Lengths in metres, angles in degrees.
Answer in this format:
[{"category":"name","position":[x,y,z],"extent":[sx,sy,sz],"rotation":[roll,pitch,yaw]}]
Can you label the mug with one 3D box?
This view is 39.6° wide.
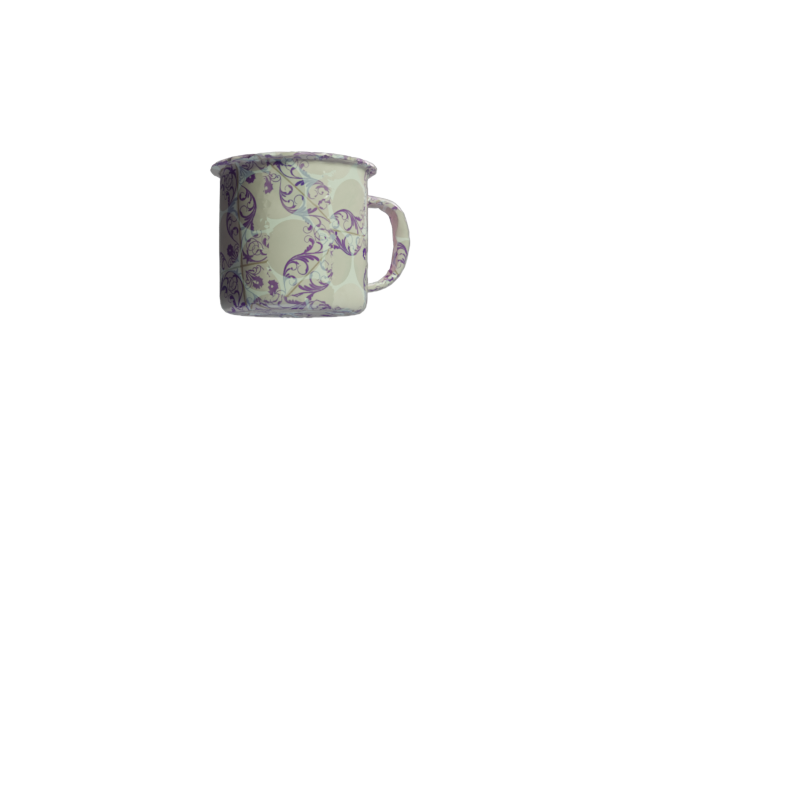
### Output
[{"category":"mug","position":[-0.048,-0.088,0.617],"extent":[0.113,0.083,0.095],"rotation":[1,-3,-27]}]
